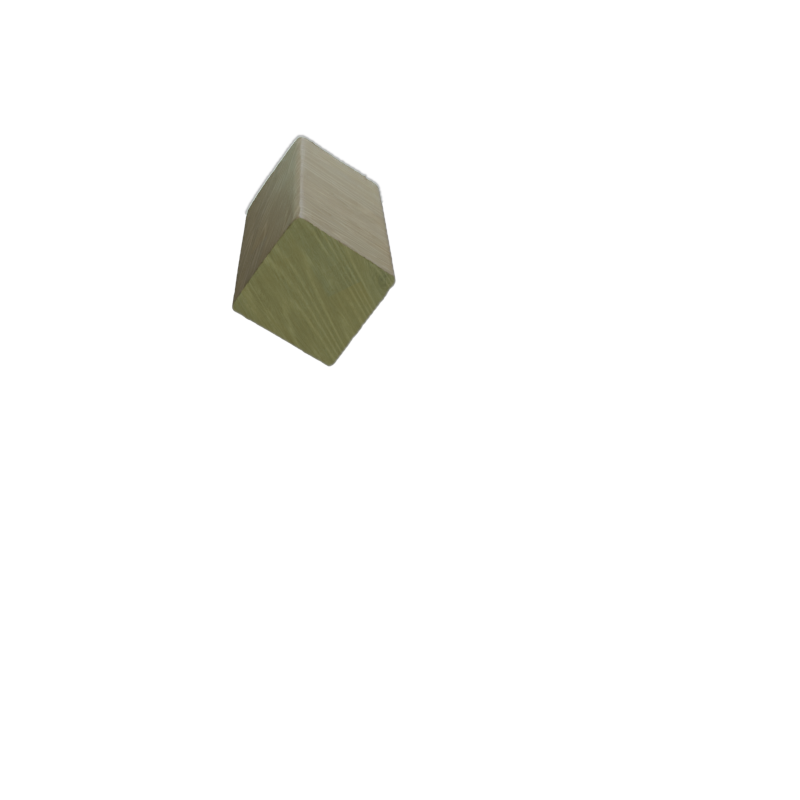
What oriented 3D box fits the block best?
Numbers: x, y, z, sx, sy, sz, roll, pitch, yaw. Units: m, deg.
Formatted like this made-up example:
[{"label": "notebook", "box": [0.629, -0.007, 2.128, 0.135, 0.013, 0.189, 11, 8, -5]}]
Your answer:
[{"label": "block", "box": [-0.070, -0.129, 0.898, 0.088, 0.088, 0.218, 31, 21, -18]}]
